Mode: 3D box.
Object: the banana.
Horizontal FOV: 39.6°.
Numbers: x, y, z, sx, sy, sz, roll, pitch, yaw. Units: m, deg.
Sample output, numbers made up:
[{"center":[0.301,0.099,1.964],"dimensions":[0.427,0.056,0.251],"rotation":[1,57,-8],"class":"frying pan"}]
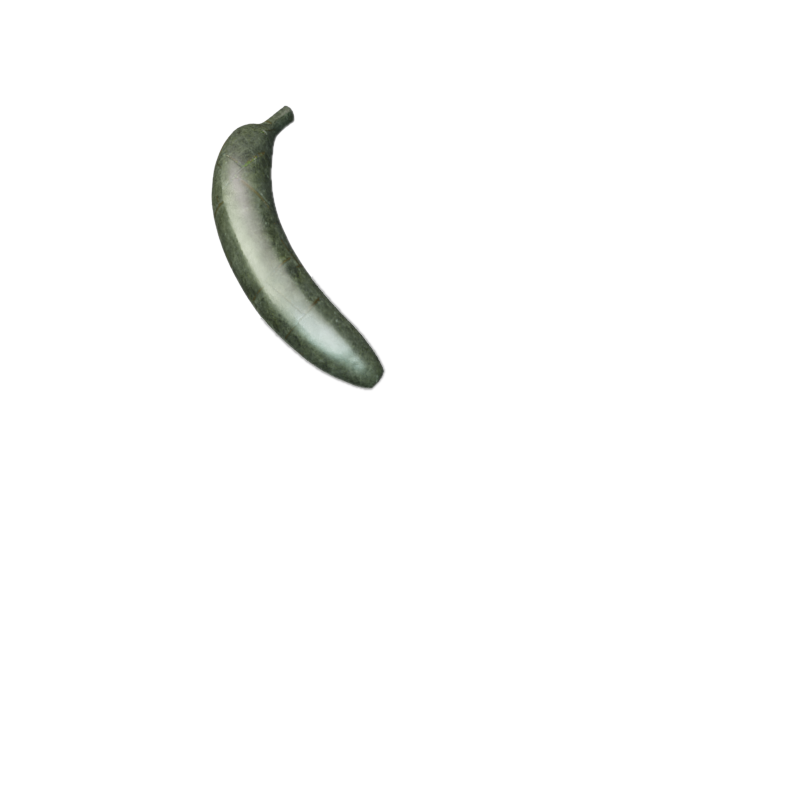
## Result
[{"center":[-0.070,-0.093,0.659],"dimensions":[0.069,0.210,0.035],"rotation":[-16,-23,-7],"class":"banana"}]
